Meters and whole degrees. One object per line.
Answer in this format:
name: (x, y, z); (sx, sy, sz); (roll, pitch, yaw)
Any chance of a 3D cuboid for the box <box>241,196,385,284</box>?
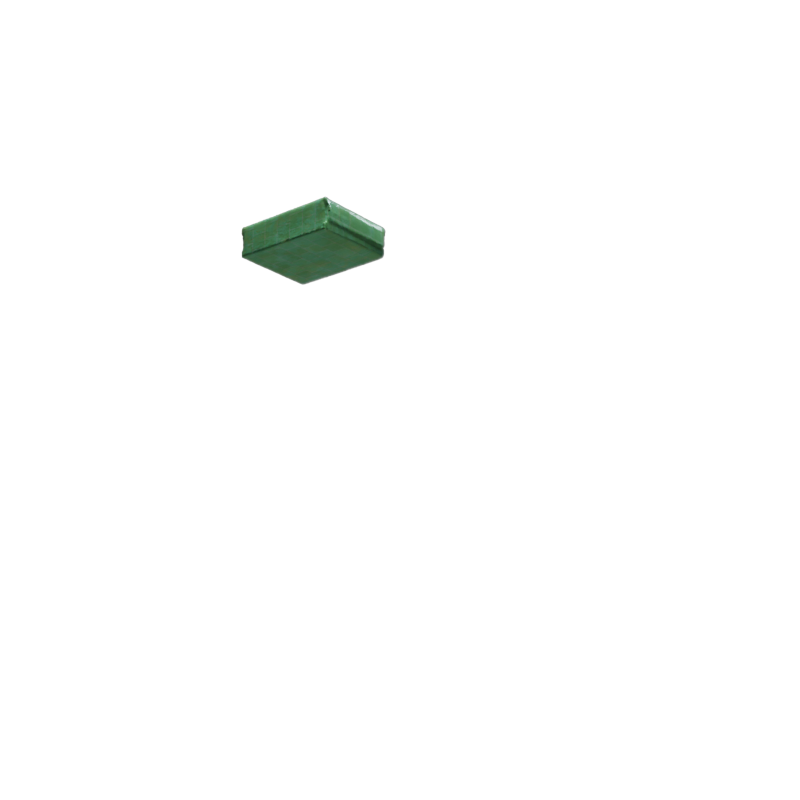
box: (-0.068, -0.124, 0.868); (0.091, 0.032, 0.068); (-14, -23, 37)
